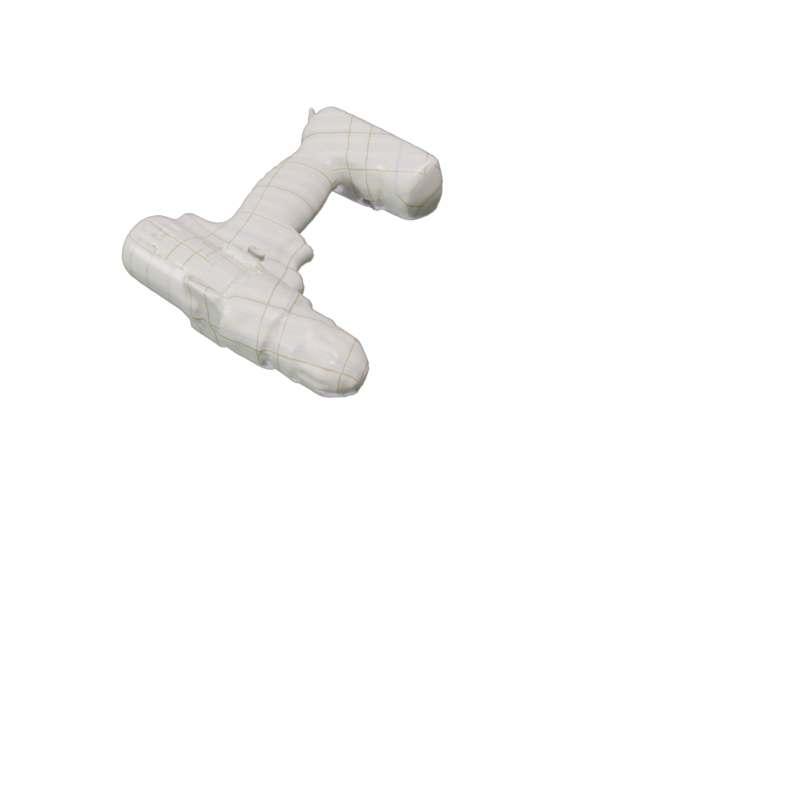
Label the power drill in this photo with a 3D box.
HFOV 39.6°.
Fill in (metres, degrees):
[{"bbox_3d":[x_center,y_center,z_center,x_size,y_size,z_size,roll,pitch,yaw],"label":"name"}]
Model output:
[{"bbox_3d":[-0.055,-0.101,0.707,0.195,0.053,0.191,31,56,23],"label":"power drill"}]
